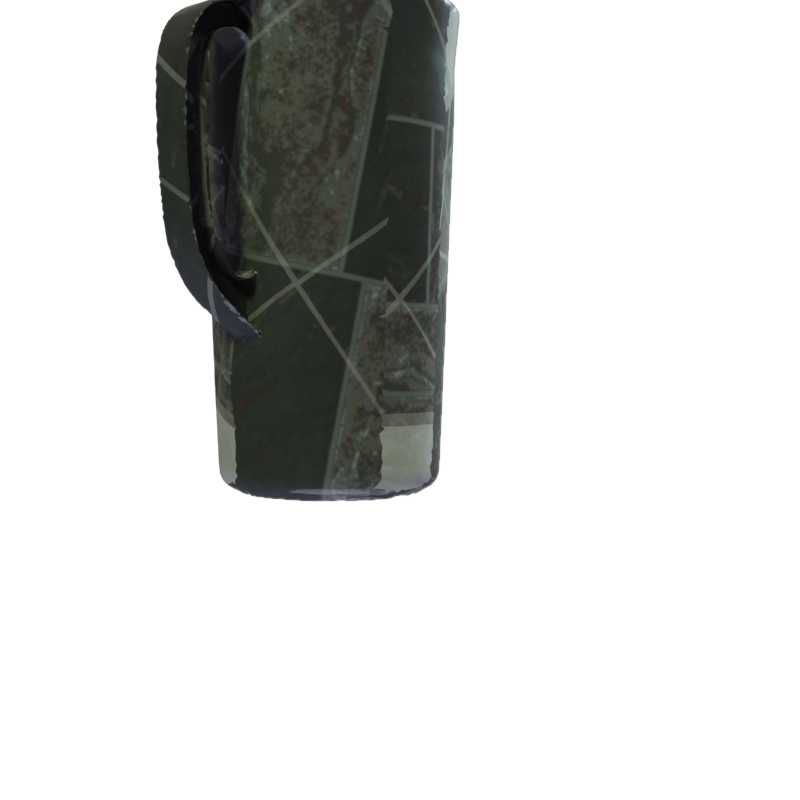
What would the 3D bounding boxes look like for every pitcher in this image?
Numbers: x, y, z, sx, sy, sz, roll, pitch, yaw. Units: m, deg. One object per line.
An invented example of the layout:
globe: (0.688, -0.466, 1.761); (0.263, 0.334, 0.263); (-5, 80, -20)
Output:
pitcher: (-0.043, -0.078, 0.546); (0.148, 0.246, 0.144); (0, -4, -7)
